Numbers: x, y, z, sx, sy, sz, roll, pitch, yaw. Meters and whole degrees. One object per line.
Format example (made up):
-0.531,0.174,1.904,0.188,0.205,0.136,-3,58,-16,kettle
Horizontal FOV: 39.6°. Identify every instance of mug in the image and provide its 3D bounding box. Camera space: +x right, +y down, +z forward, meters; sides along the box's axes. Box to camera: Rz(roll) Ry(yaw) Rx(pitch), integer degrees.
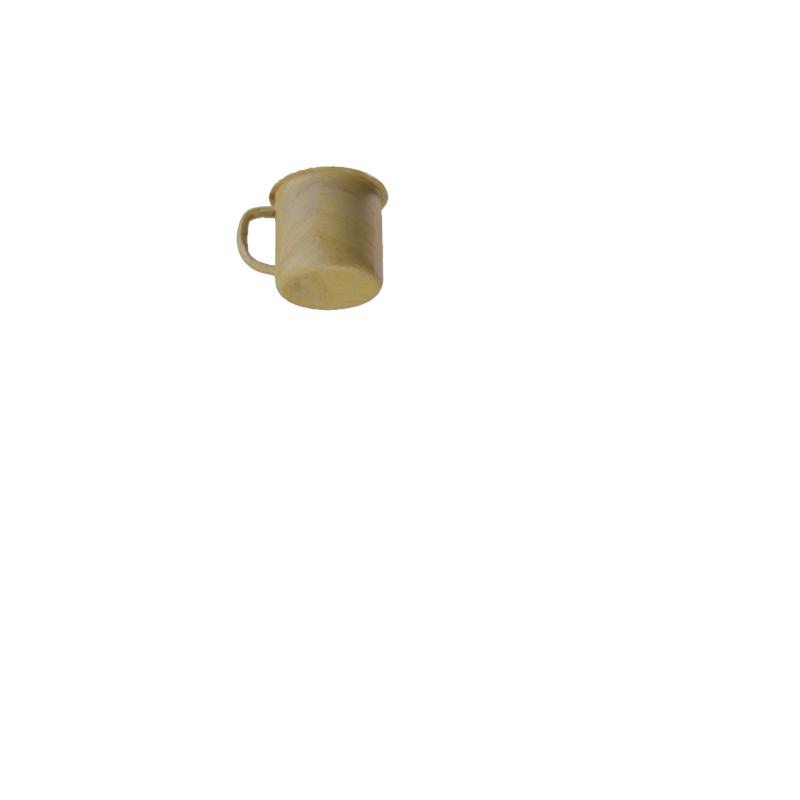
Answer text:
-0.066,-0.121,0.845,0.116,0.086,0.089,3,-24,-8,mug
